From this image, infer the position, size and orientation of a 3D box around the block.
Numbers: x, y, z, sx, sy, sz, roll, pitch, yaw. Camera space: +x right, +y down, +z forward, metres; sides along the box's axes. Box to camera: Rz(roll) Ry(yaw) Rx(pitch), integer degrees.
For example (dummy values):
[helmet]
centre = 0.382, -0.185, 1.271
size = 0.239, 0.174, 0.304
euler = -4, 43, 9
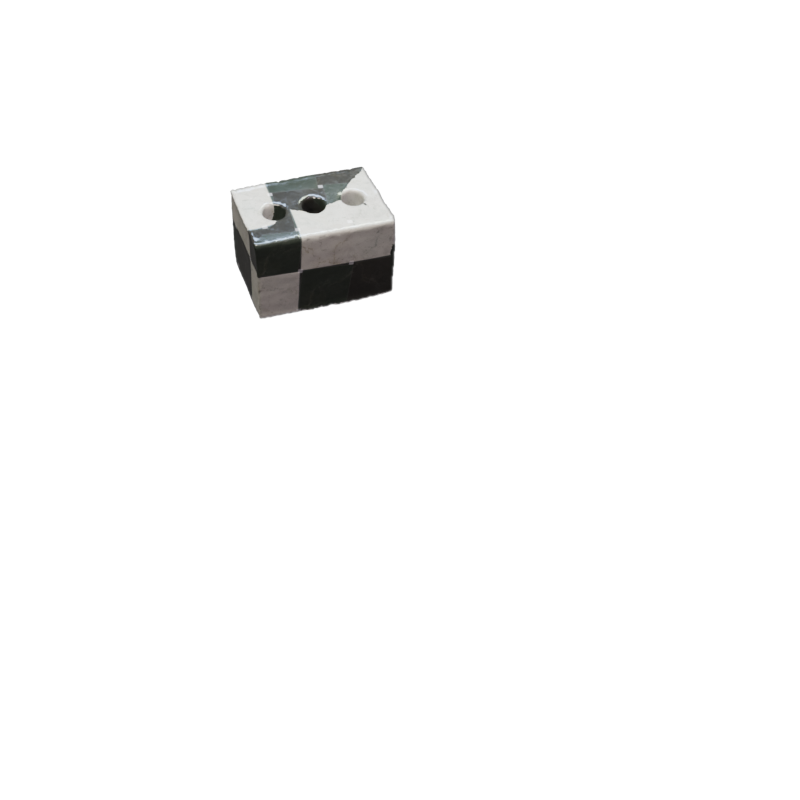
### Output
[block]
centre = -0.047, -0.085, 0.597
size = 0.077, 0.048, 0.057
euler = -13, 44, -15
